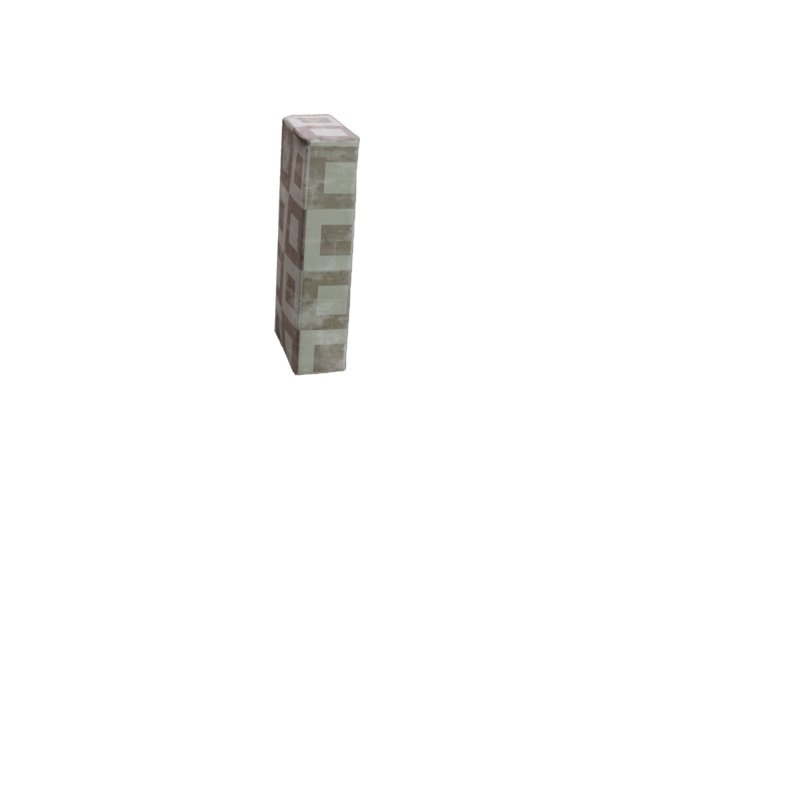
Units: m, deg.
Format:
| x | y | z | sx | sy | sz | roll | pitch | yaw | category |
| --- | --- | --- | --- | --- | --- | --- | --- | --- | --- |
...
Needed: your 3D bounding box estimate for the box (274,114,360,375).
| x | y | z | sx | sy | sz | roll | pitch | yaw | category |
| --- | --- | --- | --- | --- | --- | --- | --- | --- | --- |
| -0.064 | -0.117 | 0.819 | 0.047 | 0.169 | 0.099 | -4 | 19 | -15 | box |
